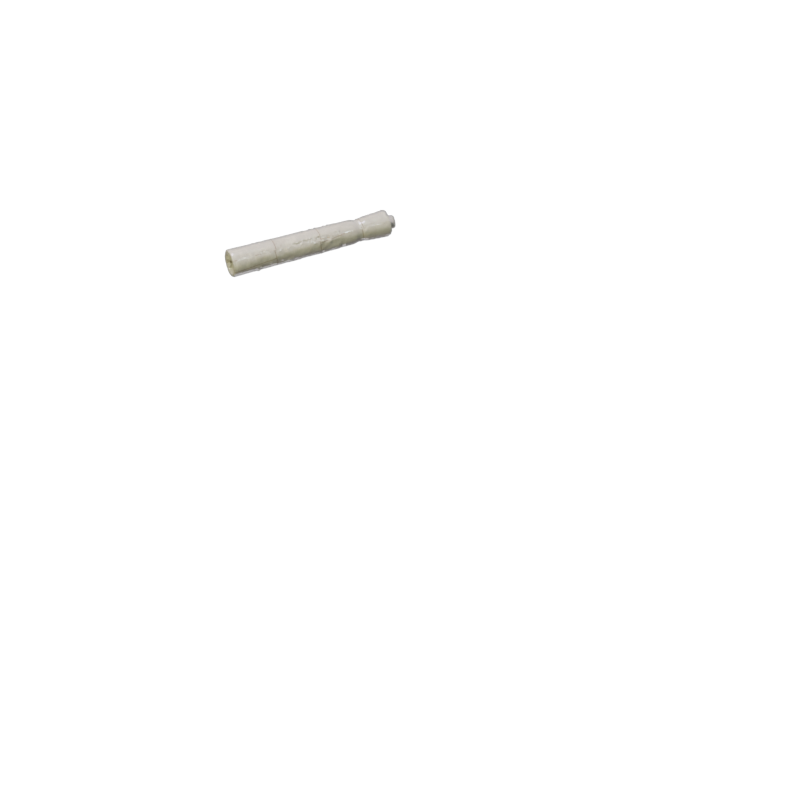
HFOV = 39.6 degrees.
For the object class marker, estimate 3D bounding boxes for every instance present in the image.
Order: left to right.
[{"bbox_3d":[-0.058,-0.107,0.747,0.119,0.019,0.020,-18,10,-20],"label":"marker"}]
